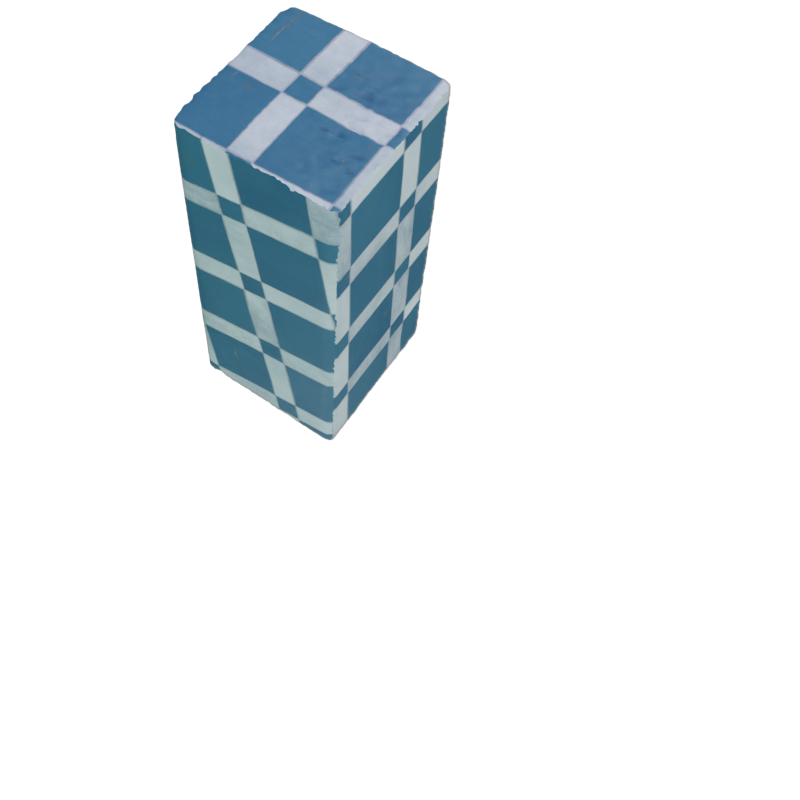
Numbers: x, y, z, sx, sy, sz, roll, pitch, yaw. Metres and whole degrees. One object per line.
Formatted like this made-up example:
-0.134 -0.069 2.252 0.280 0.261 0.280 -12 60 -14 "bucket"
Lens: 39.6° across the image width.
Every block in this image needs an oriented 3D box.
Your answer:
-0.044 -0.080 0.557 0.094 0.093 0.193 31 -27 14 "block"
